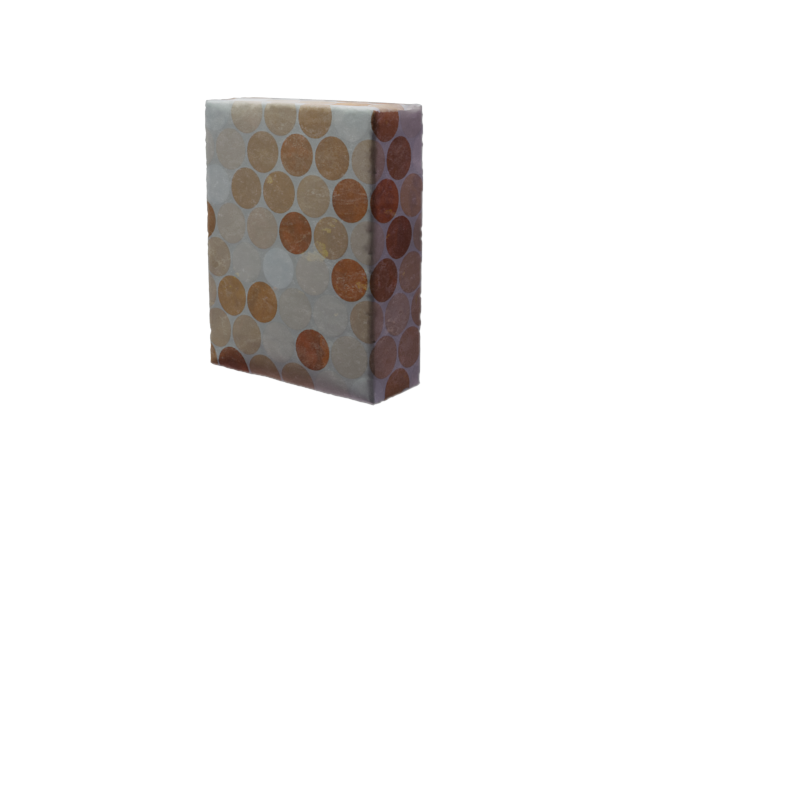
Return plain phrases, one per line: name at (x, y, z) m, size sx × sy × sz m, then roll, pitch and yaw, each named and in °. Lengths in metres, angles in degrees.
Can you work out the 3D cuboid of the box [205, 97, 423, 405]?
box at (-0.066, -0.120, 0.843) m, size 0.172 × 0.208 × 0.070 m, roll 11°, pitch 15°, yaw 36°
